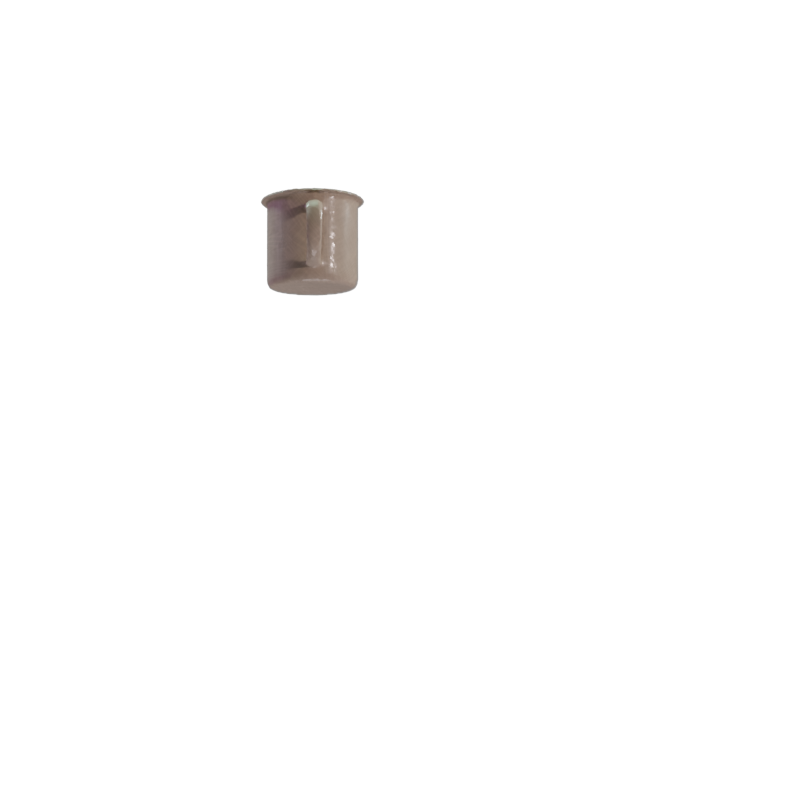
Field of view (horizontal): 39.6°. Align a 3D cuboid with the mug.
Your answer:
[{"bbox_3d":[-0.077,-0.141,0.985,0.092,0.084,0.115,1,-7,-7],"label":"mug"}]
